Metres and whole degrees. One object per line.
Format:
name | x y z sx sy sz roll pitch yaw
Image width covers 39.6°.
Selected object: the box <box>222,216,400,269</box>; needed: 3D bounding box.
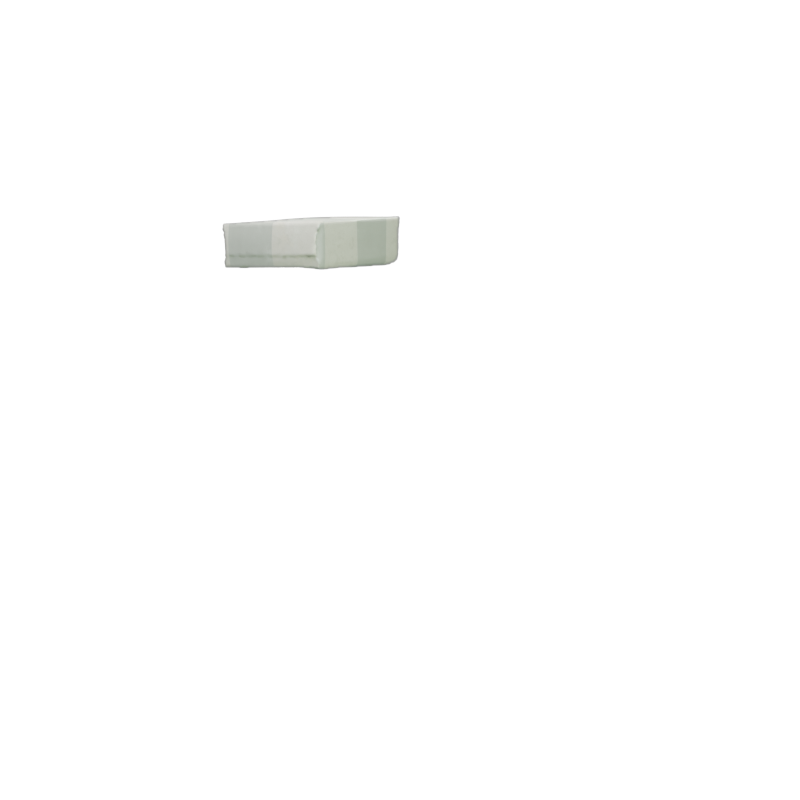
box | -0.066 -0.121 0.845 0.093 0.038 0.110 5 10 33
